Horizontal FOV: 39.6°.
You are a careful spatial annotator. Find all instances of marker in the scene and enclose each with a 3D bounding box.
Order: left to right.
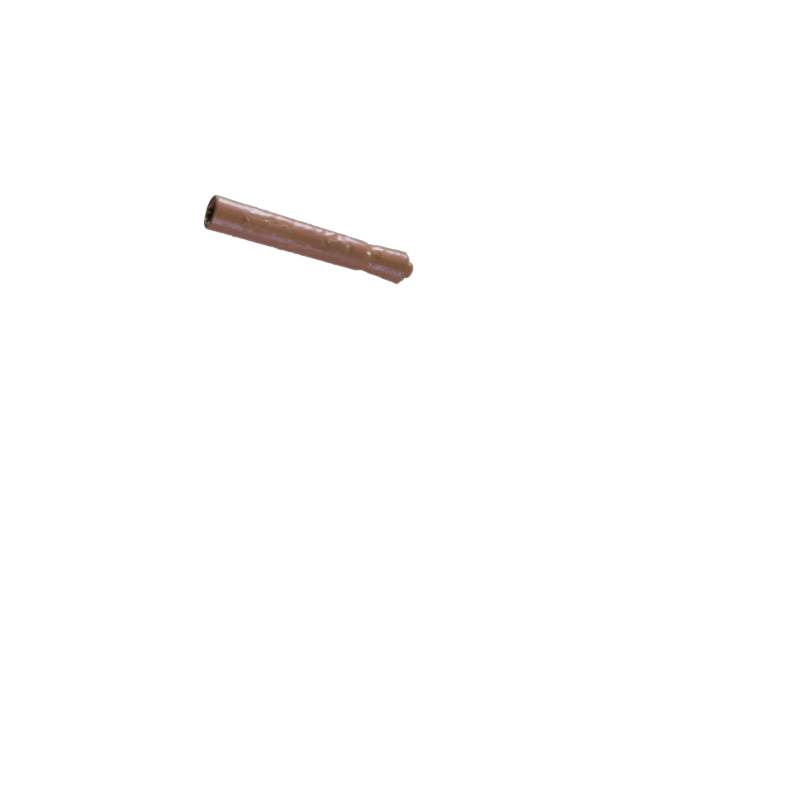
[{"bbox_3d":[-0.047,-0.086,0.603,0.116,0.020,0.020,14,-2,-21],"label":"marker"}]
